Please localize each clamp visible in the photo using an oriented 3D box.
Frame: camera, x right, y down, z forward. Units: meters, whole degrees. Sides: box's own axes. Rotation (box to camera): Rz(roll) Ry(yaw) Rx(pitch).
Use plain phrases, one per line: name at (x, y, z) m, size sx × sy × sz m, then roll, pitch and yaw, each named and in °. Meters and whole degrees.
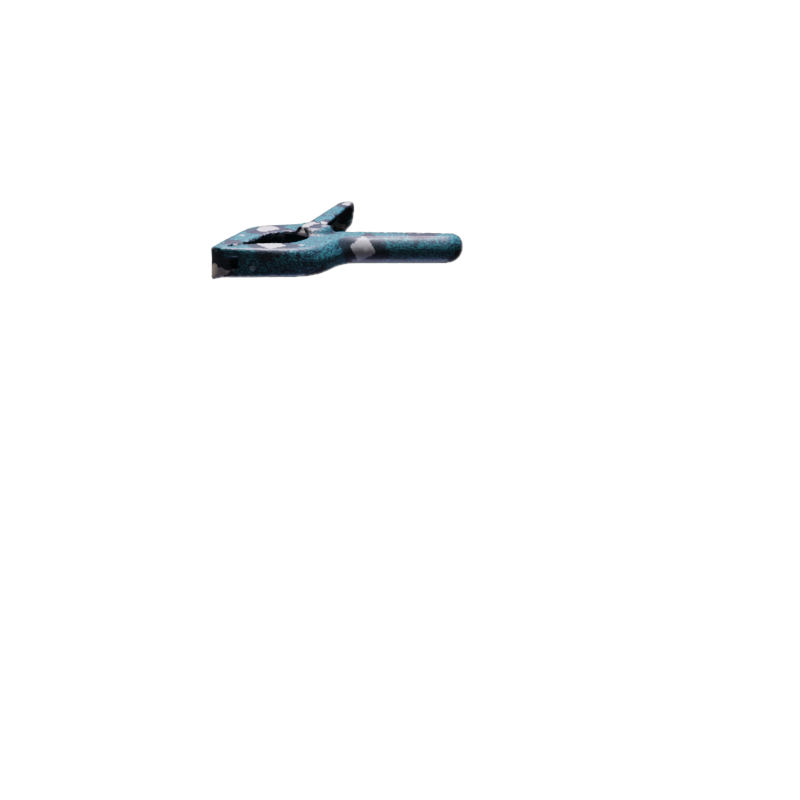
clamp at (-0.075, -0.138, 0.964) m, size 0.205 × 0.035 × 0.175 m, roll -12°, pitch 25°, yaw -29°
